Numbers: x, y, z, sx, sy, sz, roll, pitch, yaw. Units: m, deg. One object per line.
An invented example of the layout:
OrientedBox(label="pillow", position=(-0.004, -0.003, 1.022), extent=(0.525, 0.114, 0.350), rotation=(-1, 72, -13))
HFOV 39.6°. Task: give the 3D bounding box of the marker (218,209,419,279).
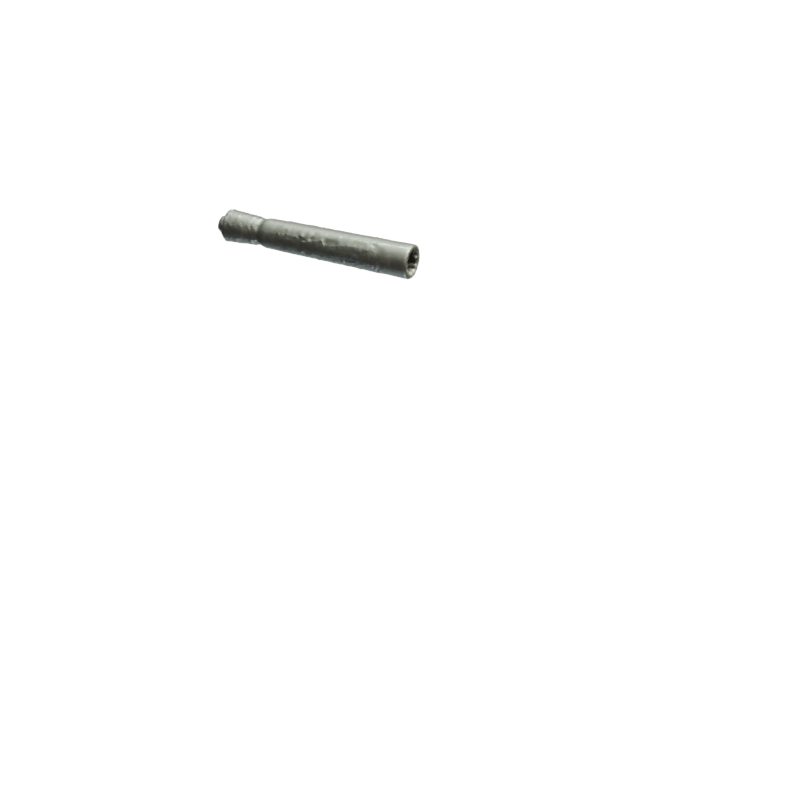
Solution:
OrientedBox(label="marker", position=(-0.048, -0.087, 0.613), extent=(0.126, 0.019, 0.019), rotation=(15, 10, 26))
